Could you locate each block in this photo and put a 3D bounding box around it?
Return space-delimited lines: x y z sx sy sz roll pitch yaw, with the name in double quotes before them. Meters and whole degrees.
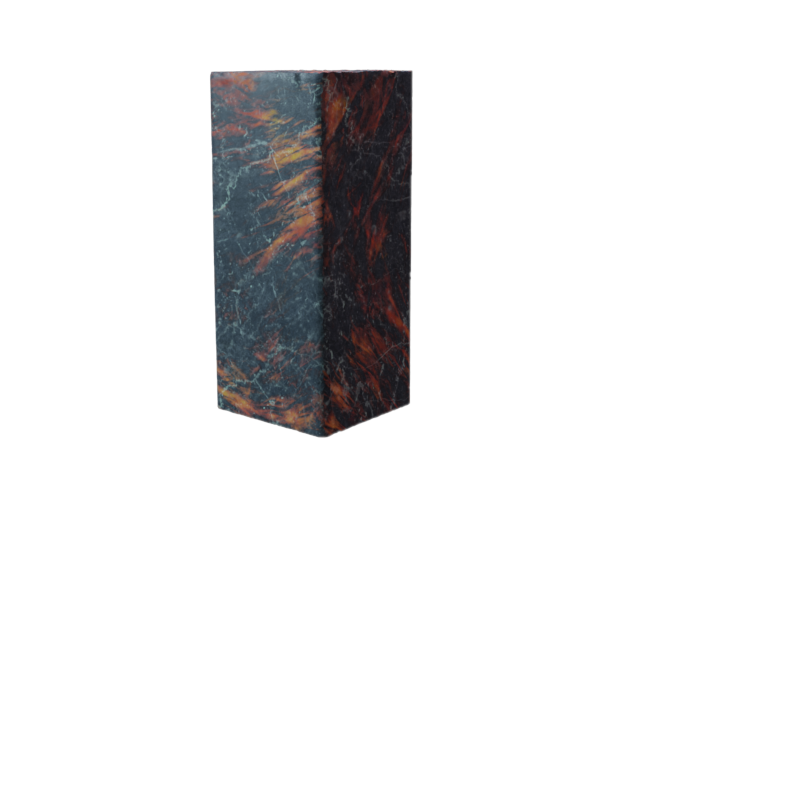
"block" -0.053 -0.096 0.672 0.095 0.201 0.088 9 14 37
